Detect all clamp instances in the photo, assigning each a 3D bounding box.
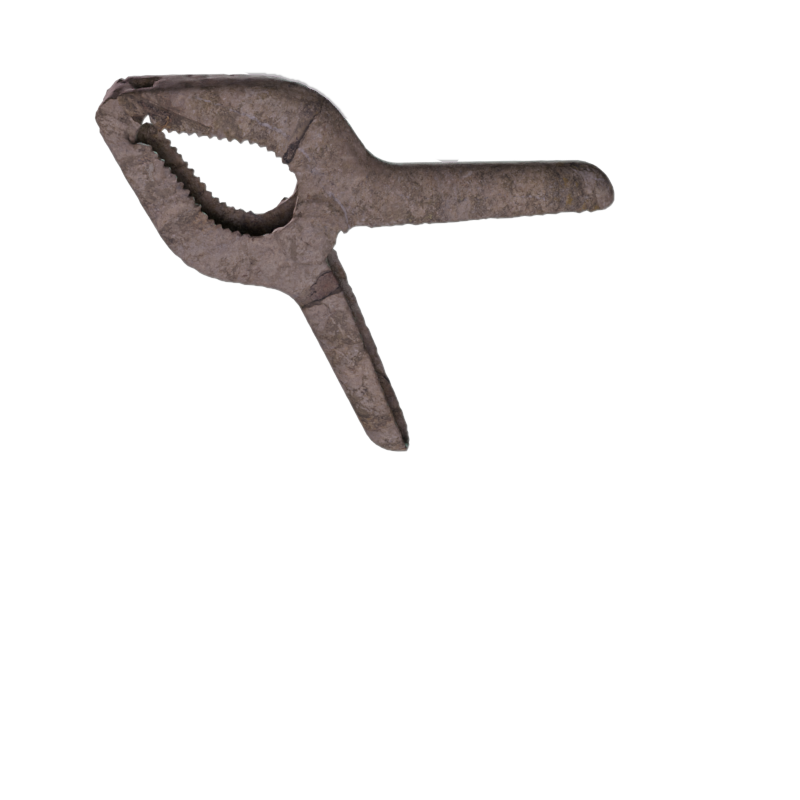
[{"bbox_3d":[-0.037,-0.068,0.478,0.205,0.159,0.038,23,25,-12],"label":"clamp"}]
